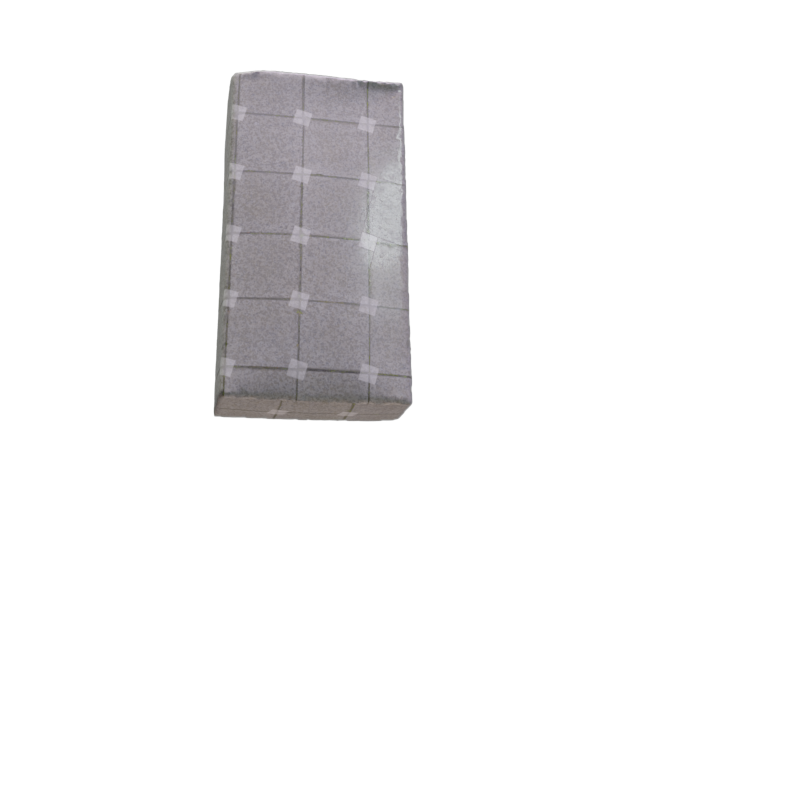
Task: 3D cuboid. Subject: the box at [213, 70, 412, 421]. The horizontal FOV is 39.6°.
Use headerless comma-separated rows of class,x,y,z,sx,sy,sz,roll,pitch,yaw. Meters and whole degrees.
box,-0.044,-0.080,0.559,0.092,0.185,0.046,2,-20,-9
